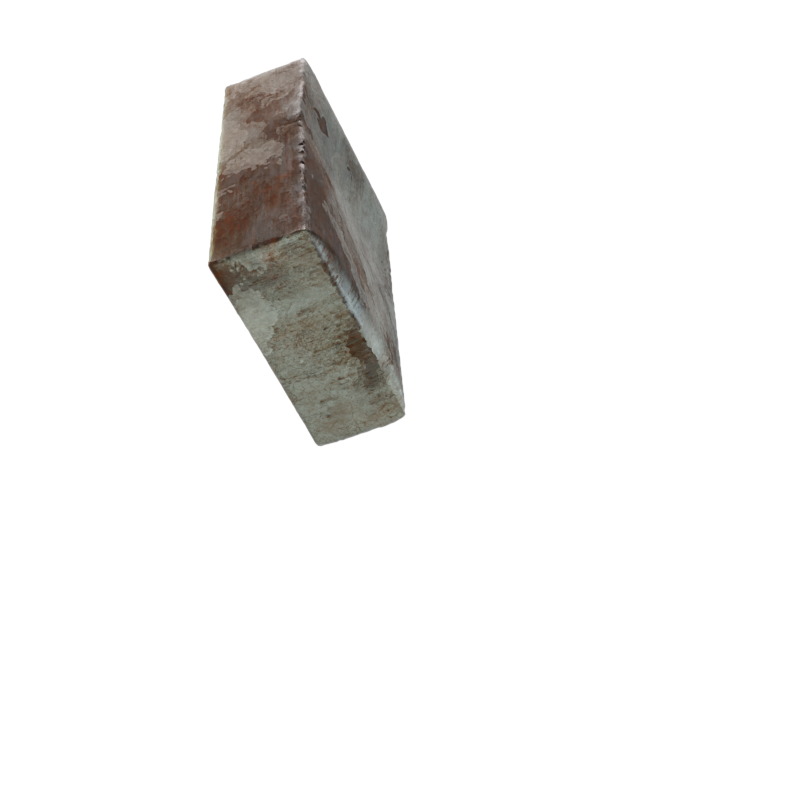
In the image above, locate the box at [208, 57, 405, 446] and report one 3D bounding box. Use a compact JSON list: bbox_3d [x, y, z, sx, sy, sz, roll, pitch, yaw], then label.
[{"bbox_3d":[-0.058,-0.106,0.741,0.072,0.152,0.229,-19,39,12],"label":"box"}]
